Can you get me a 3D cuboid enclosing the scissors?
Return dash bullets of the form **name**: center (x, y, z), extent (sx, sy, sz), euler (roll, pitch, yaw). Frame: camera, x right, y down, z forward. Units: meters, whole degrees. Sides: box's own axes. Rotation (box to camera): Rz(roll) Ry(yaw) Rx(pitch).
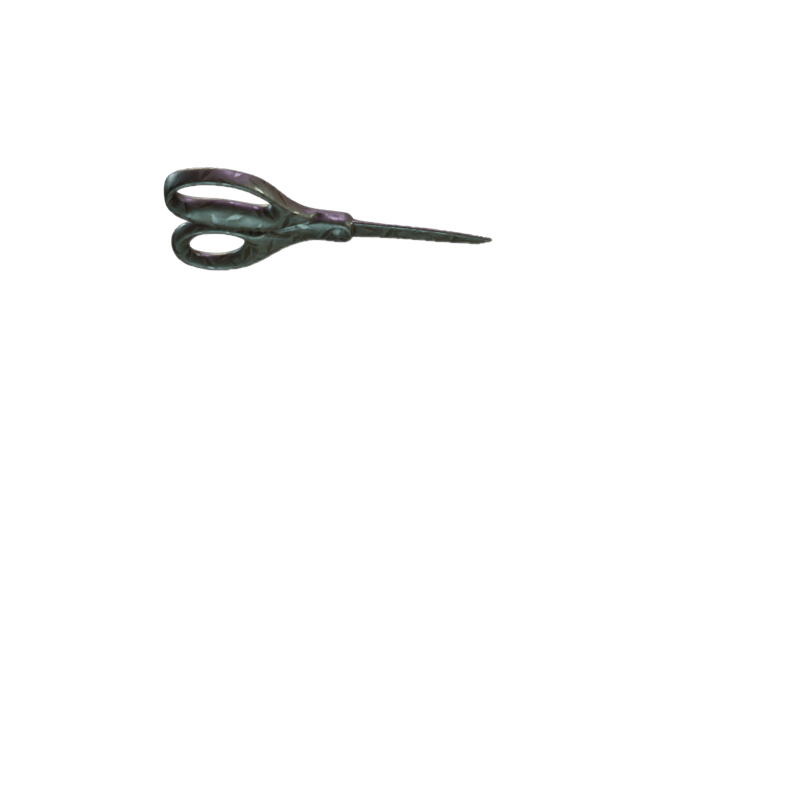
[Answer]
- **scissors**: center (-0.054, -0.098, 0.687), extent (0.195, 0.017, 0.093), euler (13, -34, -21)
